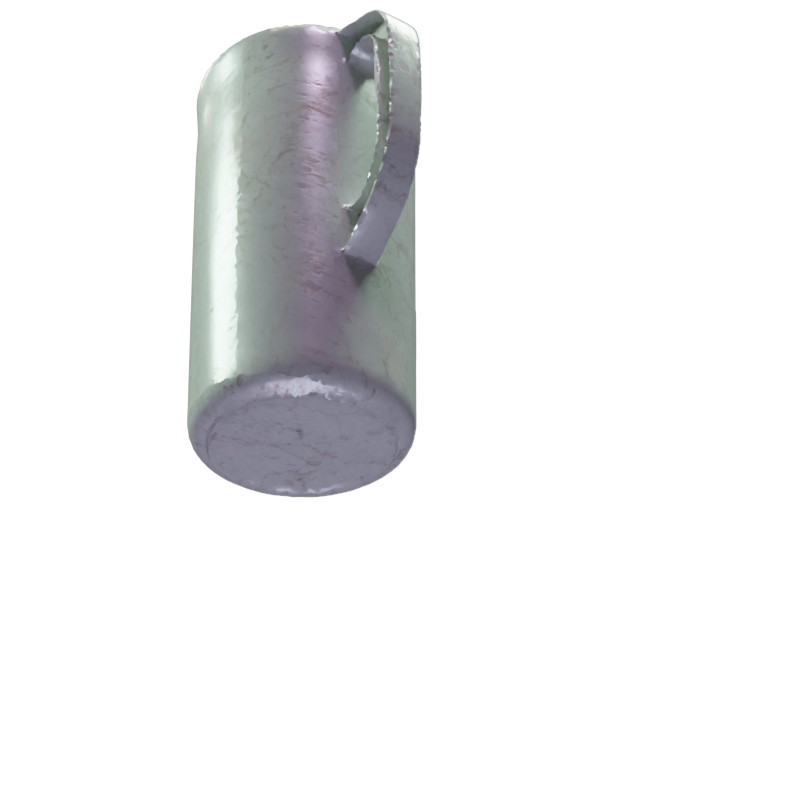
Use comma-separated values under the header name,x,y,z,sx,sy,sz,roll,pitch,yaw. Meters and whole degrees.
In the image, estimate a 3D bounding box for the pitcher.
name,x,y,z,sx,sy,sz,roll,pitch,yaw
pitcher,-0.046,-0.084,0.587,0.146,0.261,0.138,-10,-39,8
